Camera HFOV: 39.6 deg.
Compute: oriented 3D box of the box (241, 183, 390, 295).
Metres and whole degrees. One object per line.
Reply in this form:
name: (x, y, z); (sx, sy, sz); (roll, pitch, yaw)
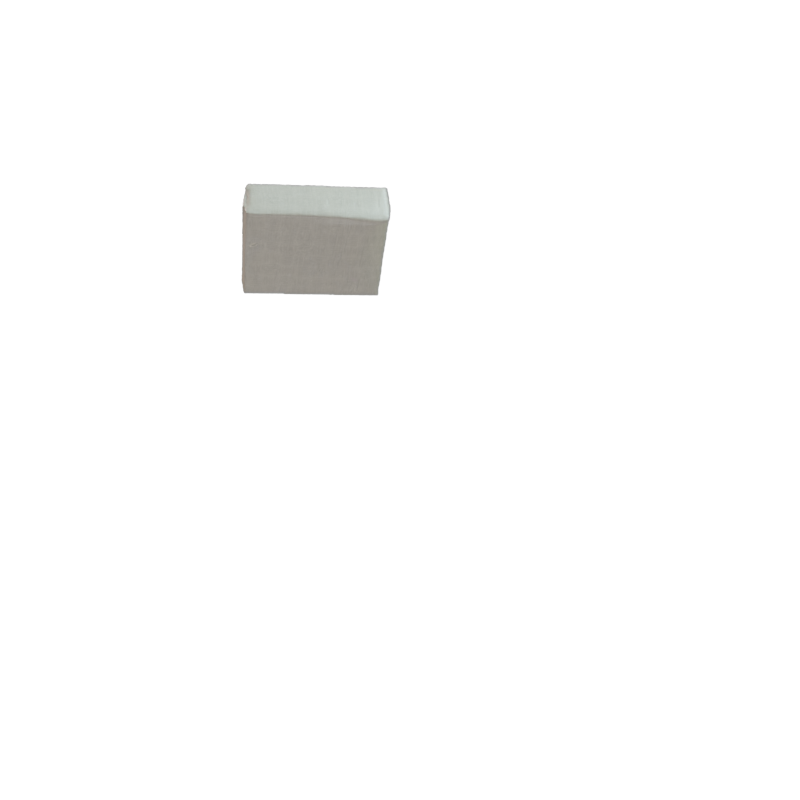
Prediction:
box: (-0.068, -0.125, 0.875); (0.113, 0.042, 0.084); (3, -41, -4)
